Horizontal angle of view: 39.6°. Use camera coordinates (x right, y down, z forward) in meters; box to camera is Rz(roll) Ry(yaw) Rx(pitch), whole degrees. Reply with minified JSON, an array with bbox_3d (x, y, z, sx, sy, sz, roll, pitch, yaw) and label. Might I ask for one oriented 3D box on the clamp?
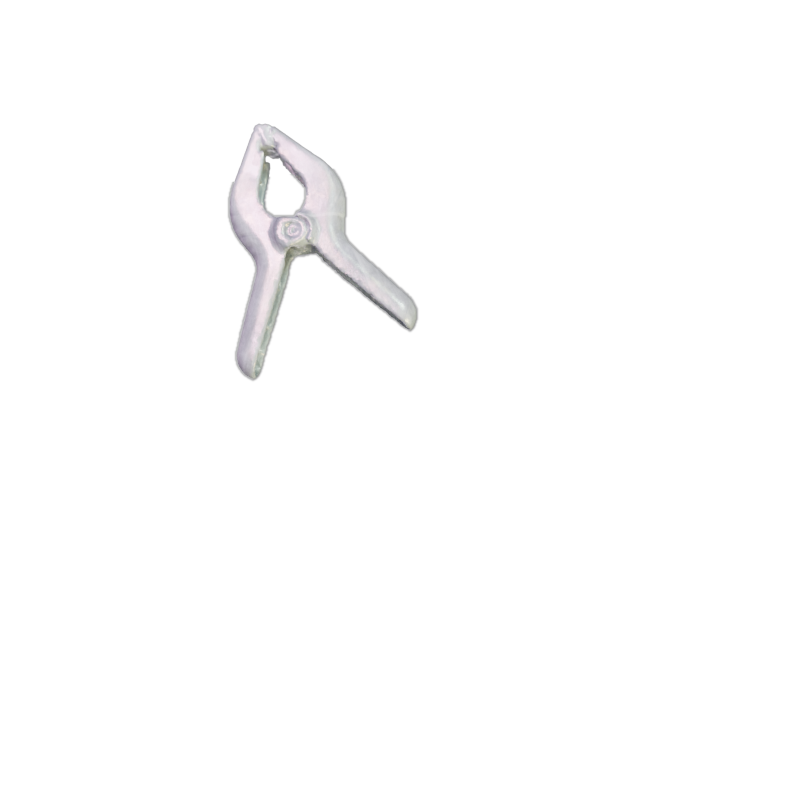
[{"bbox_3d":[-0.058,-0.106,0.739,0.120,0.178,0.038,-8,-14,-2],"label":"clamp"}]
